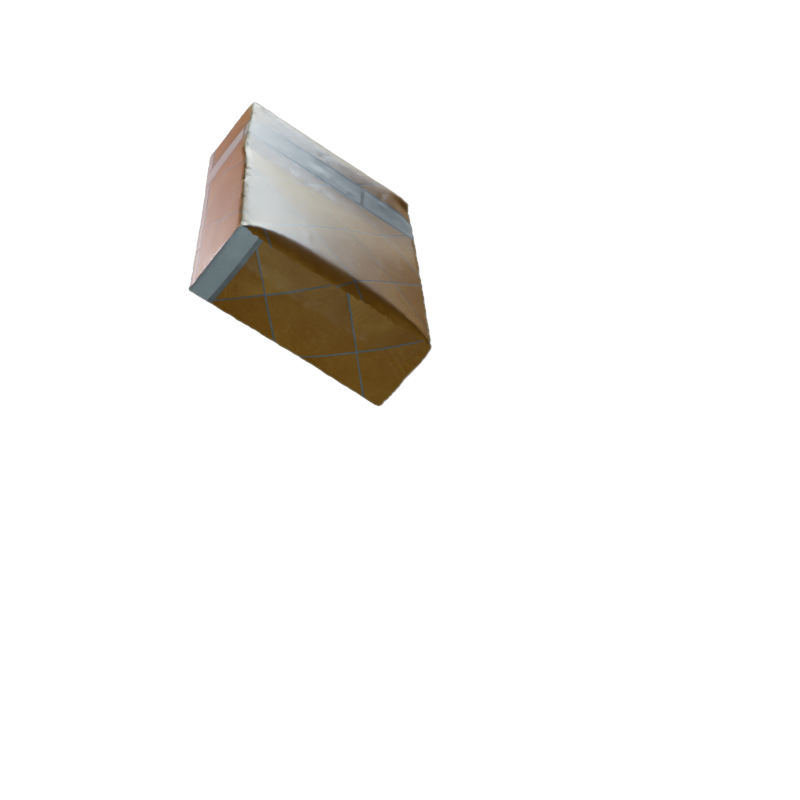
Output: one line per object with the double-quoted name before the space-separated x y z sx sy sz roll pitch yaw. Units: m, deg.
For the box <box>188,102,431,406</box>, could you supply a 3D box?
"box" -0.065 -0.118 0.827 0.157 0.070 0.228 30 28 -21
